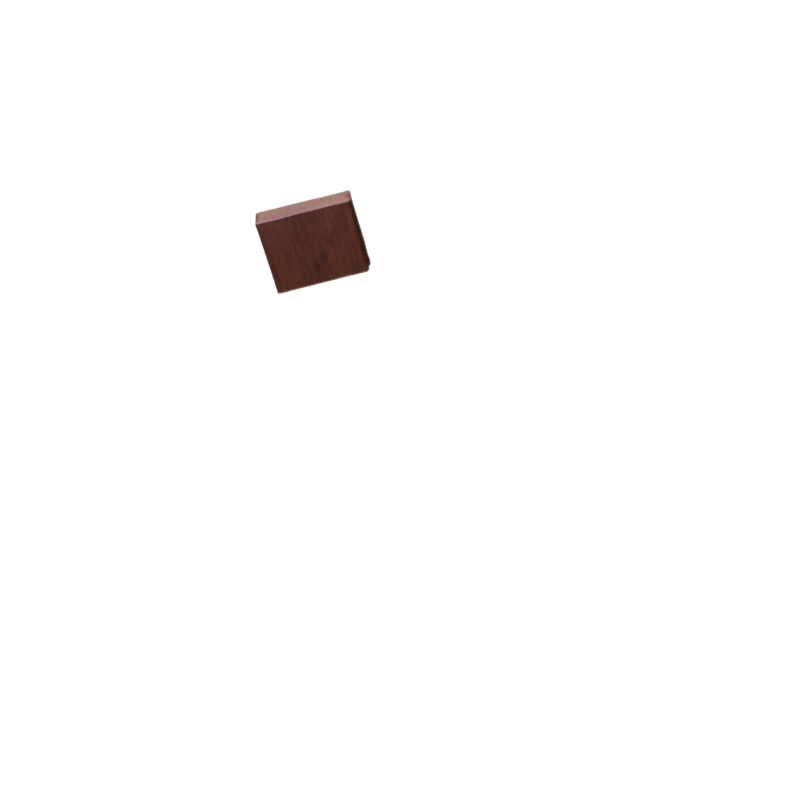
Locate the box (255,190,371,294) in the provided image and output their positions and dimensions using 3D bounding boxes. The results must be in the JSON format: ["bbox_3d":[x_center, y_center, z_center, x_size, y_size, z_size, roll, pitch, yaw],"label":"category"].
[{"bbox_3d":[-0.078,-0.142,0.998,0.090,0.069,0.032,-14,27,6],"label":"box"}]
